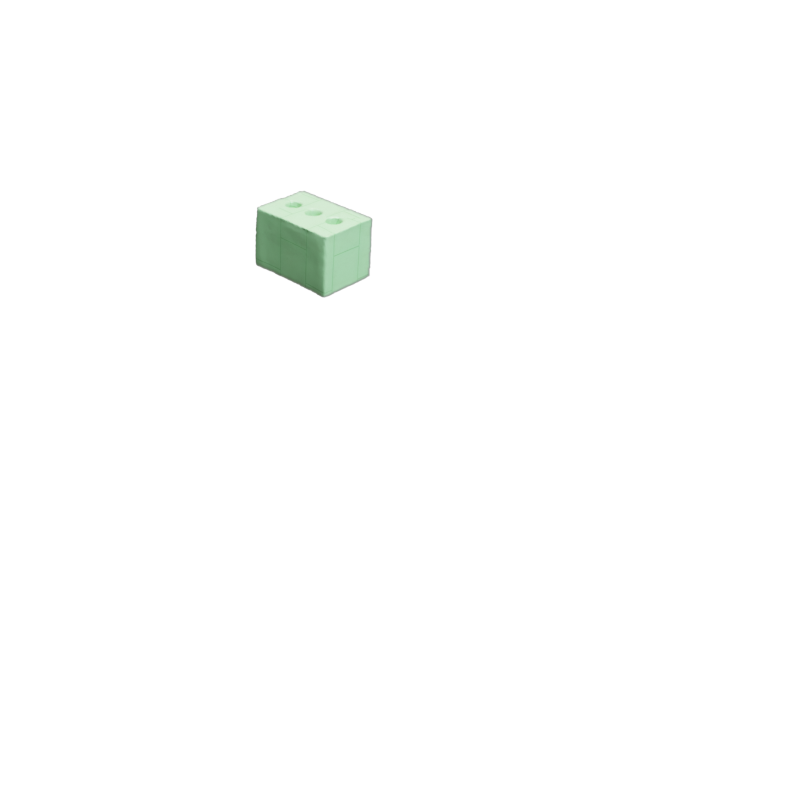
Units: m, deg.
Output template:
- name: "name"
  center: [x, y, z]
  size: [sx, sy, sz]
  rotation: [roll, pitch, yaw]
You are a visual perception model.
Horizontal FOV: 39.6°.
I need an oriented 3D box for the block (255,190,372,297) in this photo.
- name: "block"
  center: [-0.067, -0.121, 0.850]
  size: [0.083, 0.048, 0.052]
  rotation: [26, 38, 36]
